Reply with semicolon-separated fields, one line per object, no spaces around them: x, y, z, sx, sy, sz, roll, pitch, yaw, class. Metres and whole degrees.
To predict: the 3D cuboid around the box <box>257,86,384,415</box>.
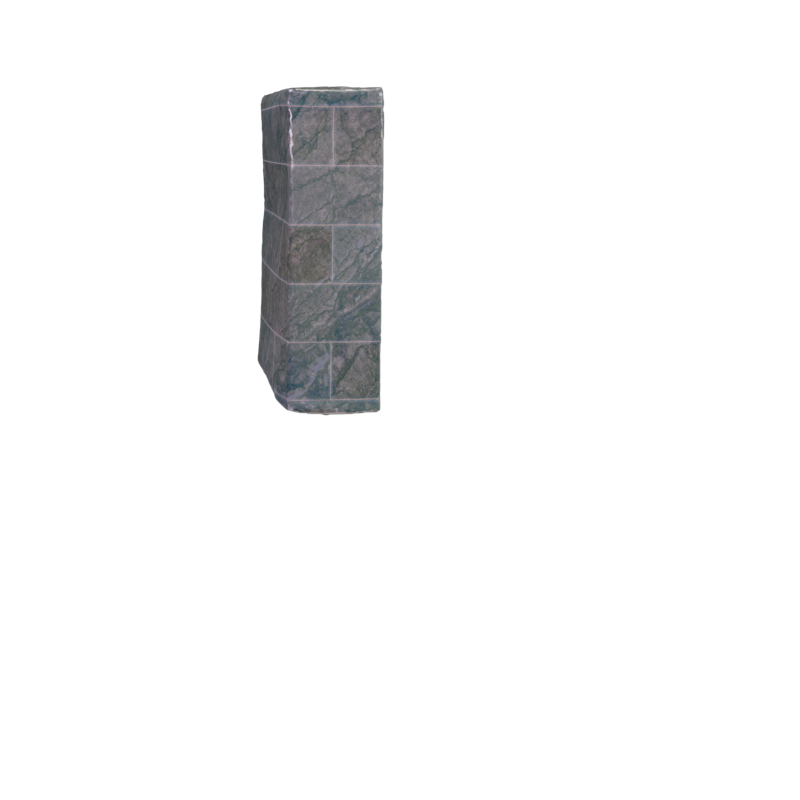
-0.062;-0.112;0.787;0.071;0.210;0.170;-1;9;-12;box
